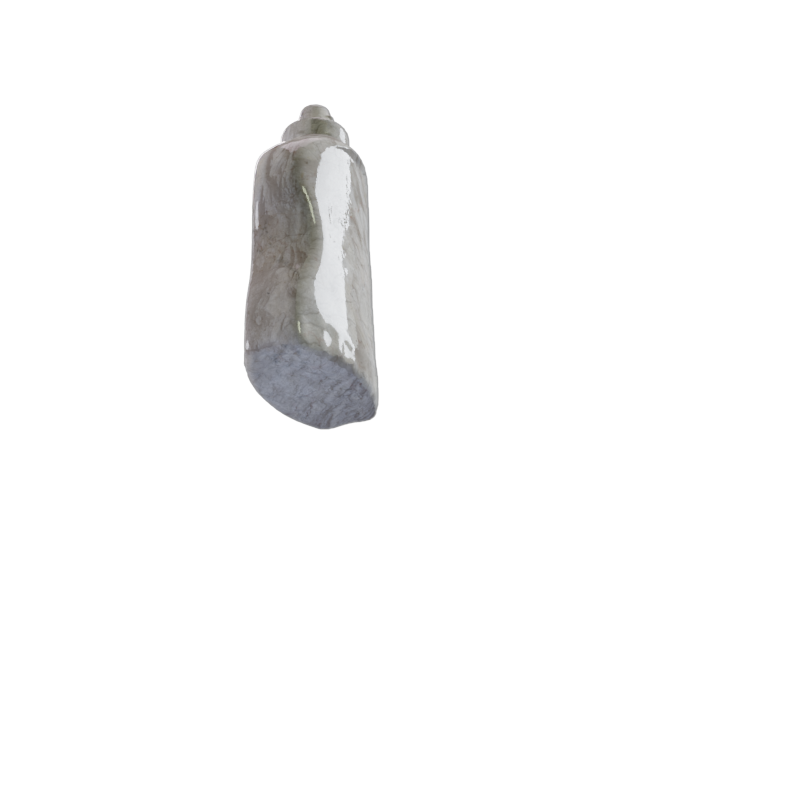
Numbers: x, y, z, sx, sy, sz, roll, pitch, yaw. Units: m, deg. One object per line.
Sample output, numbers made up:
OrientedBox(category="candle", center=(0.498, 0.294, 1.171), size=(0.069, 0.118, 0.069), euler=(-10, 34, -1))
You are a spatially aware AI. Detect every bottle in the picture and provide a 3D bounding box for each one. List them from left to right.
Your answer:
OrientedBox(category="bottle", center=(-0.048, -0.088, 0.618), size=(0.059, 0.205, 0.089), euler=(-17, -35, 21))
